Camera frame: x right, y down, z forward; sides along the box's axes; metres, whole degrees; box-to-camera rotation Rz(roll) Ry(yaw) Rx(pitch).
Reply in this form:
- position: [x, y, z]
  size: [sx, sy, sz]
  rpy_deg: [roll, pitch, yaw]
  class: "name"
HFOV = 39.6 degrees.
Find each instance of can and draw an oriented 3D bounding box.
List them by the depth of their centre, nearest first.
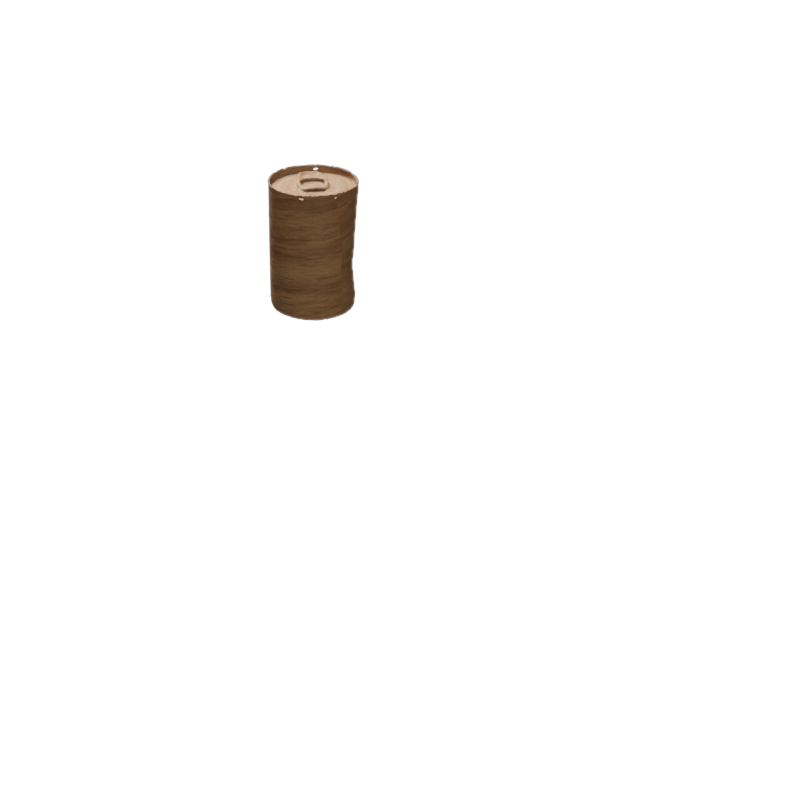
- position: [-0.066, -0.121, 0.845]
  size: [0.068, 0.097, 0.073]
  rpy_deg: [0, 27, -2]
  class: "can"
